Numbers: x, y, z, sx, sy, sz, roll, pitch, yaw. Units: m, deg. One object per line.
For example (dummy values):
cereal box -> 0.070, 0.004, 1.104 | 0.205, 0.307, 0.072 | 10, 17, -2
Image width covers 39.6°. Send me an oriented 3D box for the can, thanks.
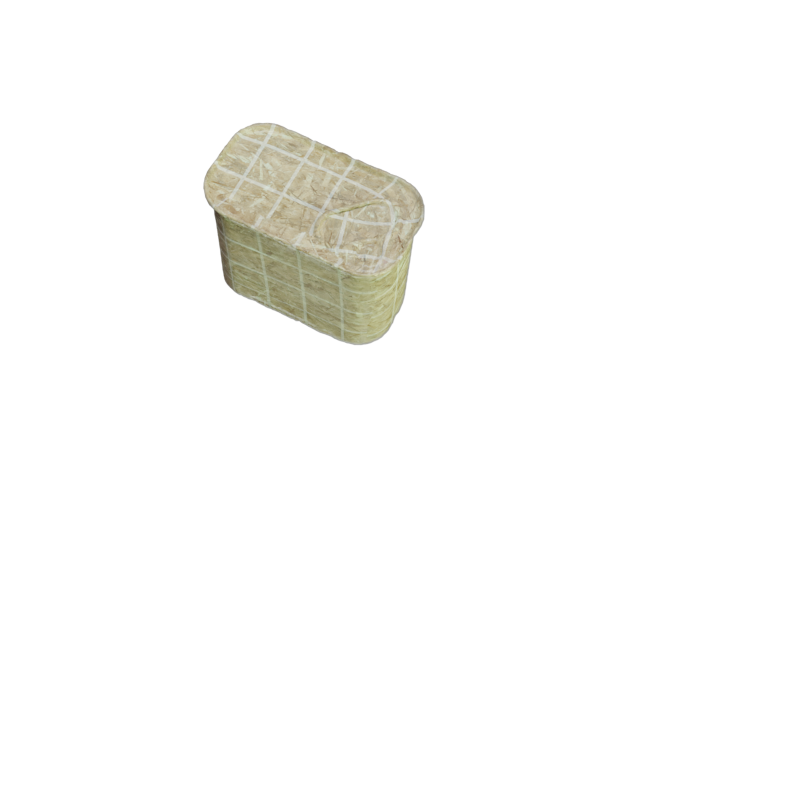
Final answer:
can -> -0.043, -0.079, 0.550 | 0.105, 0.059, 0.079 | 26, -25, 11
